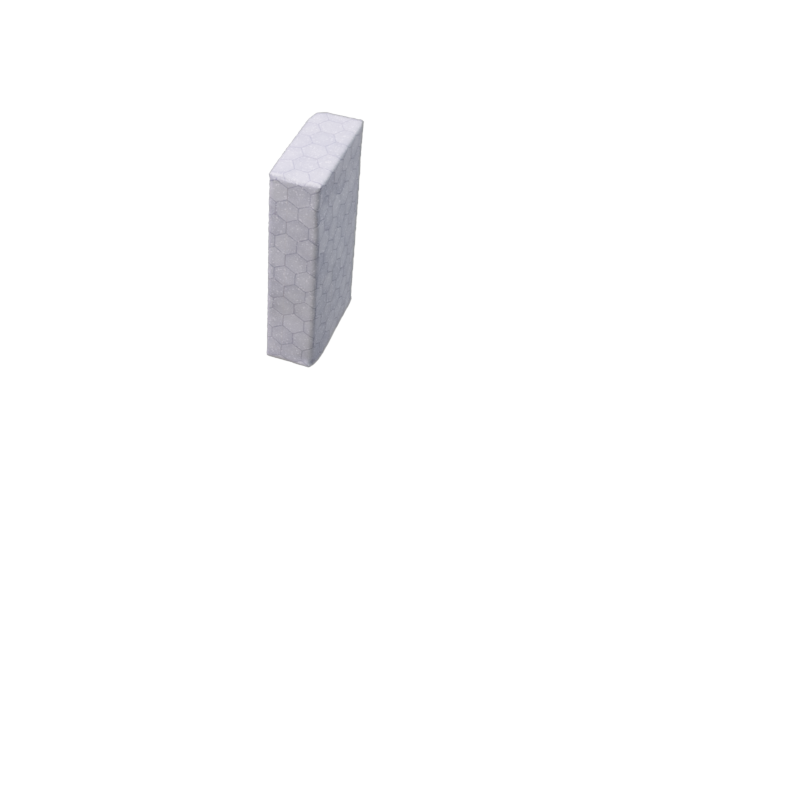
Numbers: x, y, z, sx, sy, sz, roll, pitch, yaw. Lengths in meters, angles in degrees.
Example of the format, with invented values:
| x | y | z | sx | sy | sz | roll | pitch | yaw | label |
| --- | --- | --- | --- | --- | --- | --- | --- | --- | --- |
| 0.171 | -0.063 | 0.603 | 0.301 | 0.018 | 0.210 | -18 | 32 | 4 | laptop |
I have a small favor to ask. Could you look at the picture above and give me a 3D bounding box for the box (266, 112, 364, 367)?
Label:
| x | y | z | sx | sy | sz | roll | pitch | yaw | label |
| --- | --- | --- | --- | --- | --- | --- | --- | --- | --- |
| -0.066 | -0.119 | 0.834 | 0.049 | 0.164 | 0.097 | 14 | 42 | 12 | box |
